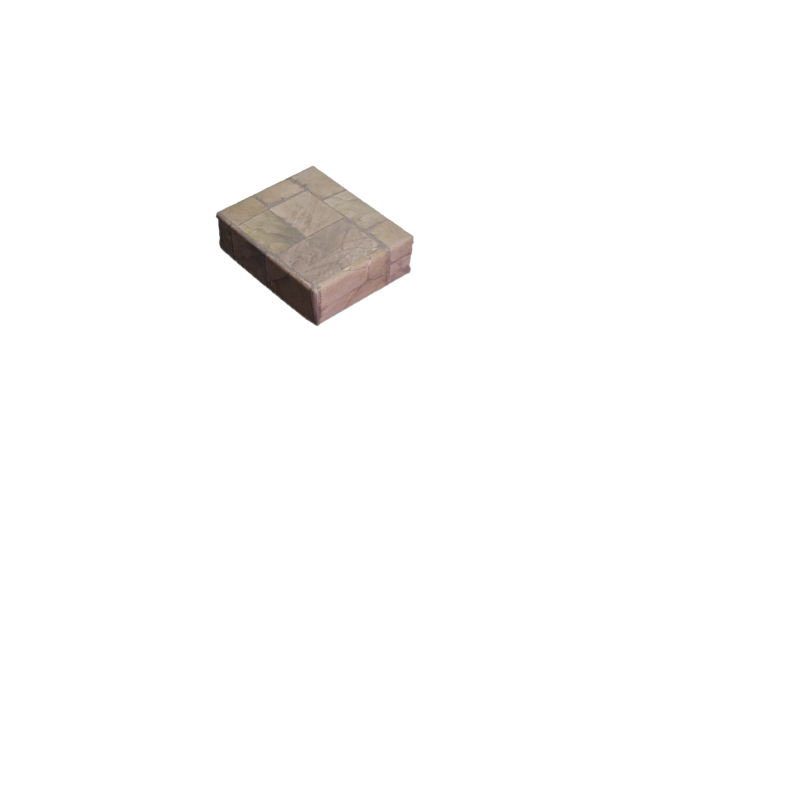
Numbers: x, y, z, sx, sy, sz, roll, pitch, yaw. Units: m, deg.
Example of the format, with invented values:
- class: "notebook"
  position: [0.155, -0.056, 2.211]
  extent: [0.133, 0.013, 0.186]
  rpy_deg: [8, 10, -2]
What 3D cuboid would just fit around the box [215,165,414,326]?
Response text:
- class: "box"
  position: [-0.061, -0.111, 0.778]
  extent: [0.090, 0.036, 0.122]
  rpy_deg: [-32, 54, -27]
